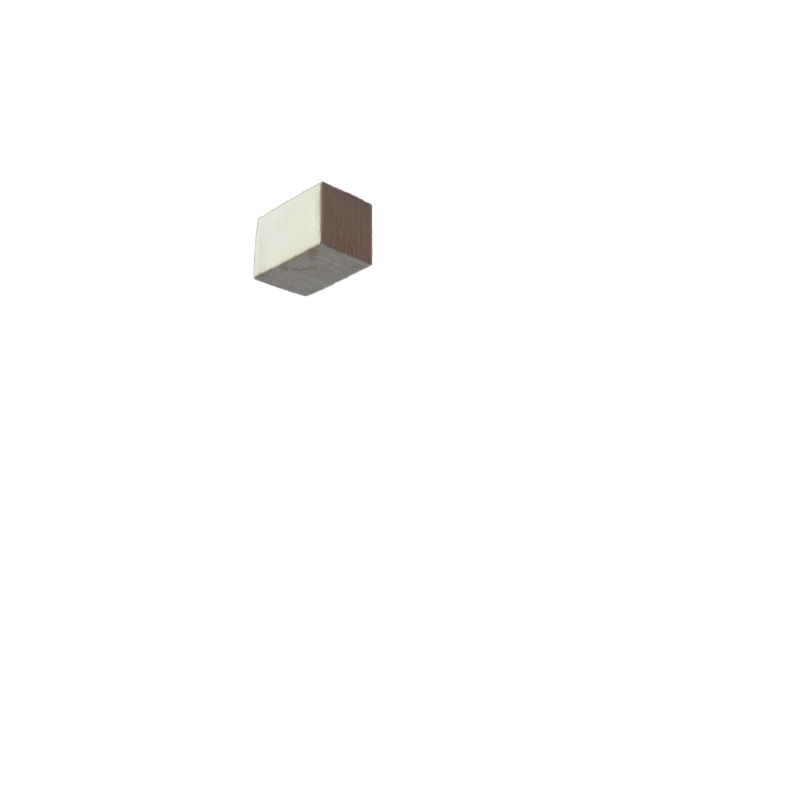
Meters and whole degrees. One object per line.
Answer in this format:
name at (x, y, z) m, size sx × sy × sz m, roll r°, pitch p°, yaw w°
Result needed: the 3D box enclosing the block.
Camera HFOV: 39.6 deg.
block at (-0.064, -0.118, 0.823) m, size 0.050 × 0.054 × 0.078 m, roll 21°, pitch -31°, yaw -40°
